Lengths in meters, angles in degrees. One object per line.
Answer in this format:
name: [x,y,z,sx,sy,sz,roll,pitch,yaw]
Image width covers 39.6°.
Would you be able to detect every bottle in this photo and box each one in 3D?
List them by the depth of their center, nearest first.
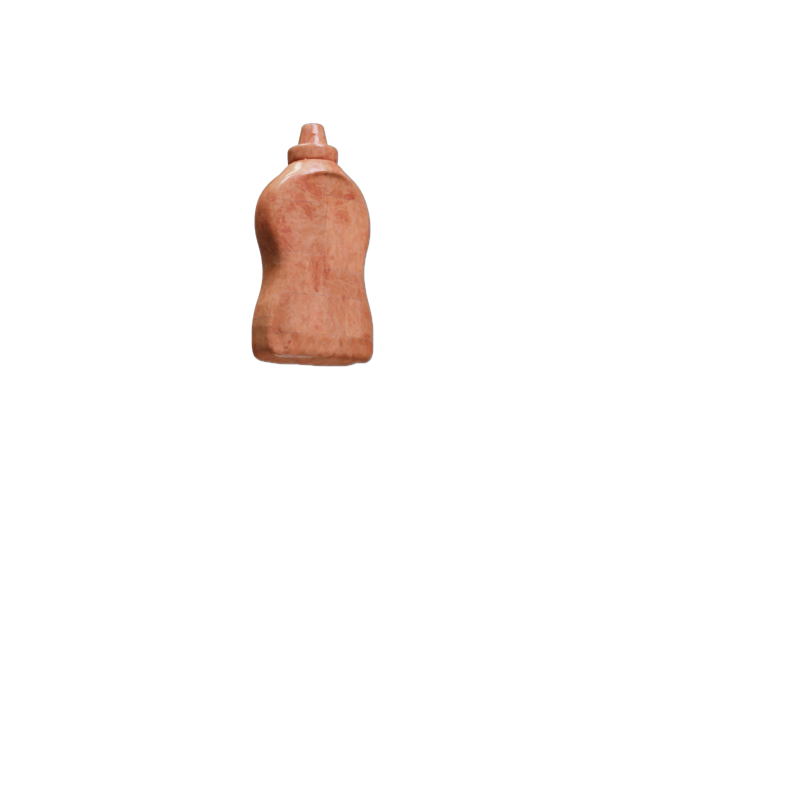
bottle: [-0.069,-0.125,0.875,0.092,0.197,0.059,5,-12,-29]
